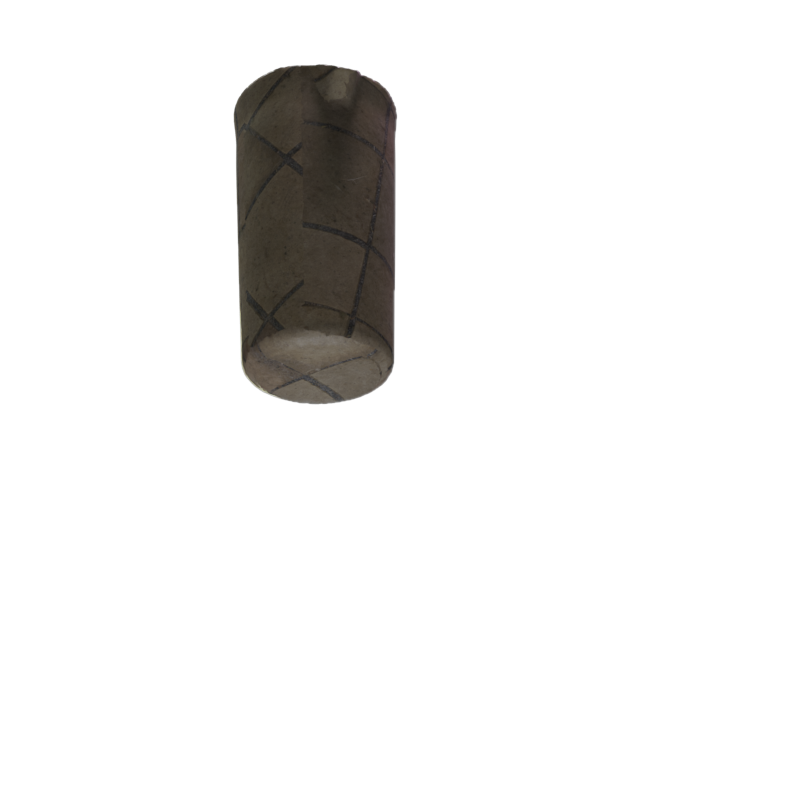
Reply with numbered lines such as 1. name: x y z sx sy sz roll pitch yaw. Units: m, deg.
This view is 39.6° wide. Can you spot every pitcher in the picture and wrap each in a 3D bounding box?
1. pitcher: -0.066 -0.121 0.848 0.147 0.259 0.138 -16 -34 21
